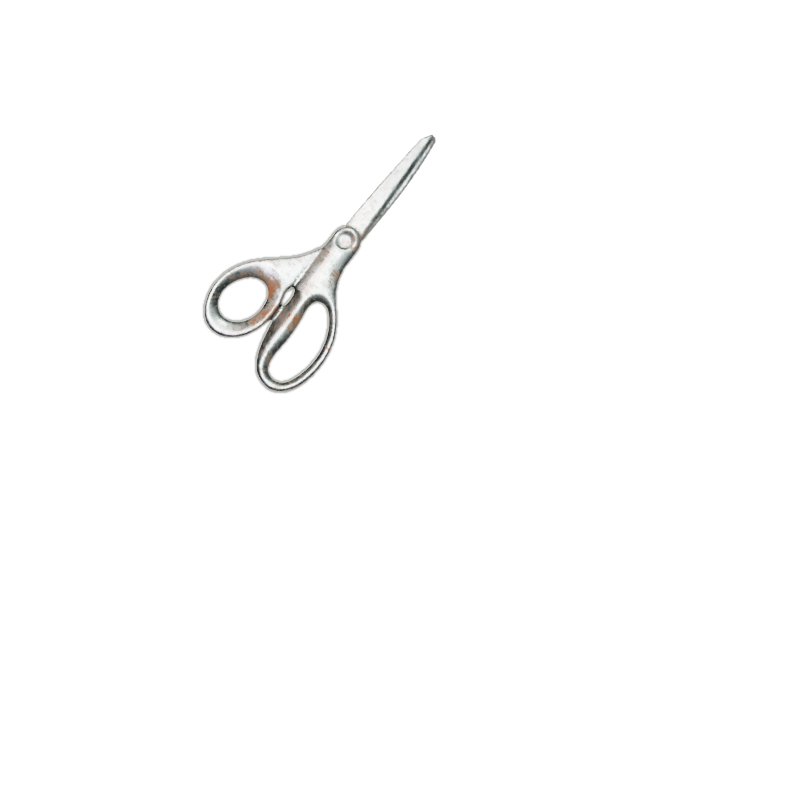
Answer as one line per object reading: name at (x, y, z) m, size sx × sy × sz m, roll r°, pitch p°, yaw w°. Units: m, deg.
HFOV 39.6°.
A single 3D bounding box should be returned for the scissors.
scissors at (-0.057, -0.104, 0.727) m, size 0.097 × 0.207 × 0.015 m, roll 21°, pitch -16°, yaw 6°
